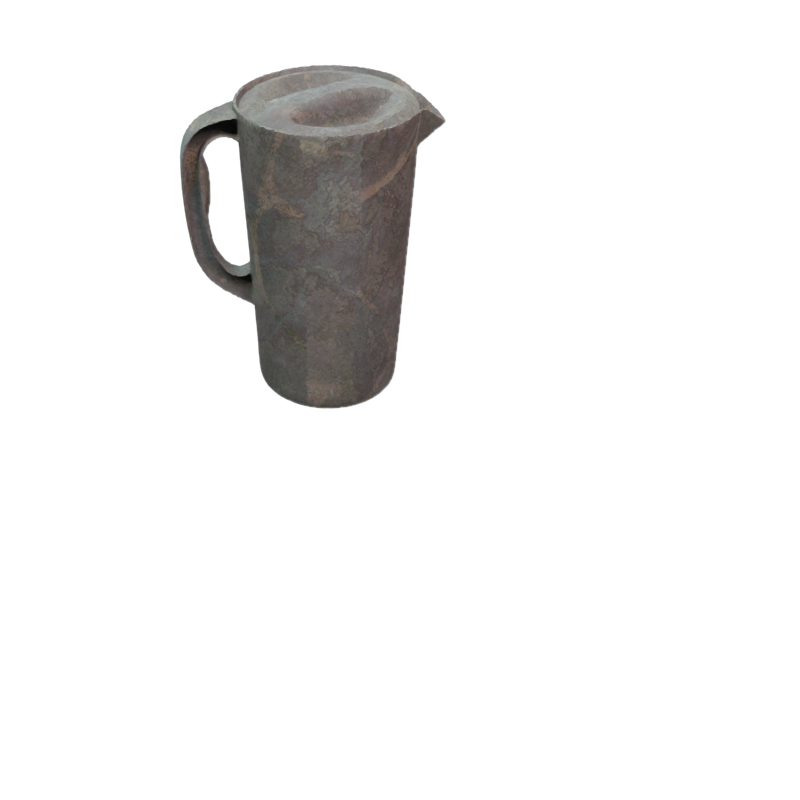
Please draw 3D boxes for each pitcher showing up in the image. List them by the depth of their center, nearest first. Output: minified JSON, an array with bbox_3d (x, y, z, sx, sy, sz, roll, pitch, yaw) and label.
[{"bbox_3d":[-0.065,-0.118,0.827,0.157,0.228,0.146,22,37,29],"label":"pitcher"}]
